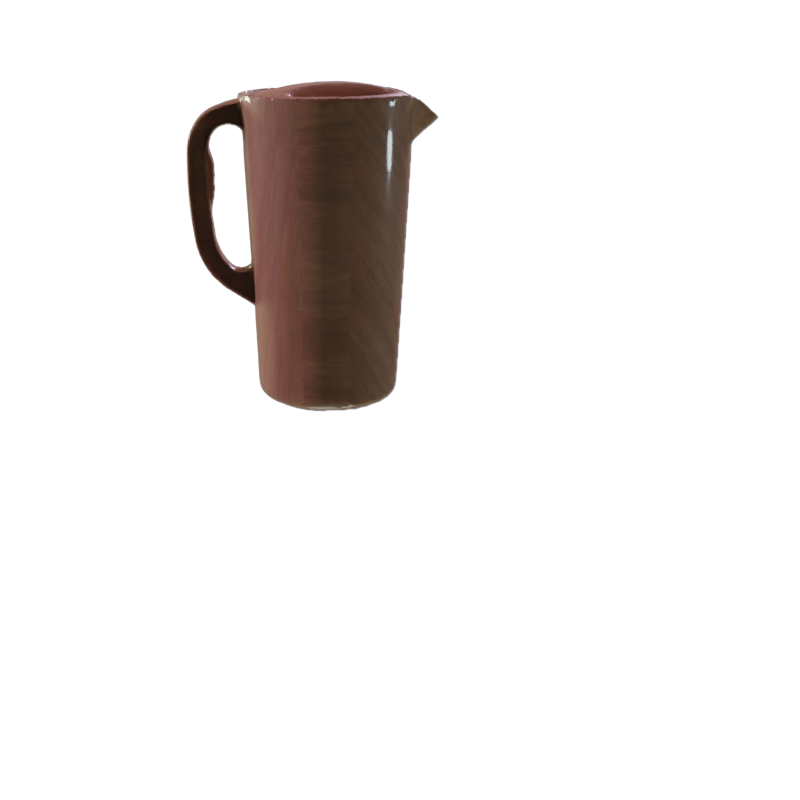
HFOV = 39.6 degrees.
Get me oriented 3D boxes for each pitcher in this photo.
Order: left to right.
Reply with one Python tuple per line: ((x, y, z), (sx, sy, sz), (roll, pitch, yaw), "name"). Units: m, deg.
((-0.067, -0.121, 0.850), (0.157, 0.236, 0.142), (12, 17, 37), "pitcher")
